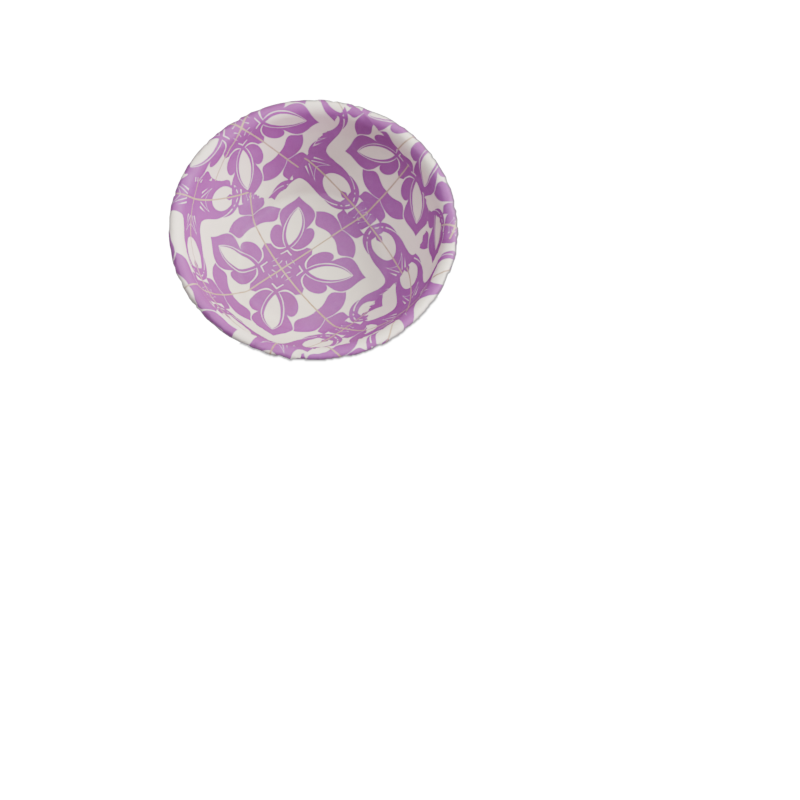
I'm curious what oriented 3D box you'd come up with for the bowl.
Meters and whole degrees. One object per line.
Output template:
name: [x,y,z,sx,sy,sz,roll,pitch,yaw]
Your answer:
bowl: [-0.050,-0.091,0.641,0.162,0.171,0.052,-1,-23,-1]
